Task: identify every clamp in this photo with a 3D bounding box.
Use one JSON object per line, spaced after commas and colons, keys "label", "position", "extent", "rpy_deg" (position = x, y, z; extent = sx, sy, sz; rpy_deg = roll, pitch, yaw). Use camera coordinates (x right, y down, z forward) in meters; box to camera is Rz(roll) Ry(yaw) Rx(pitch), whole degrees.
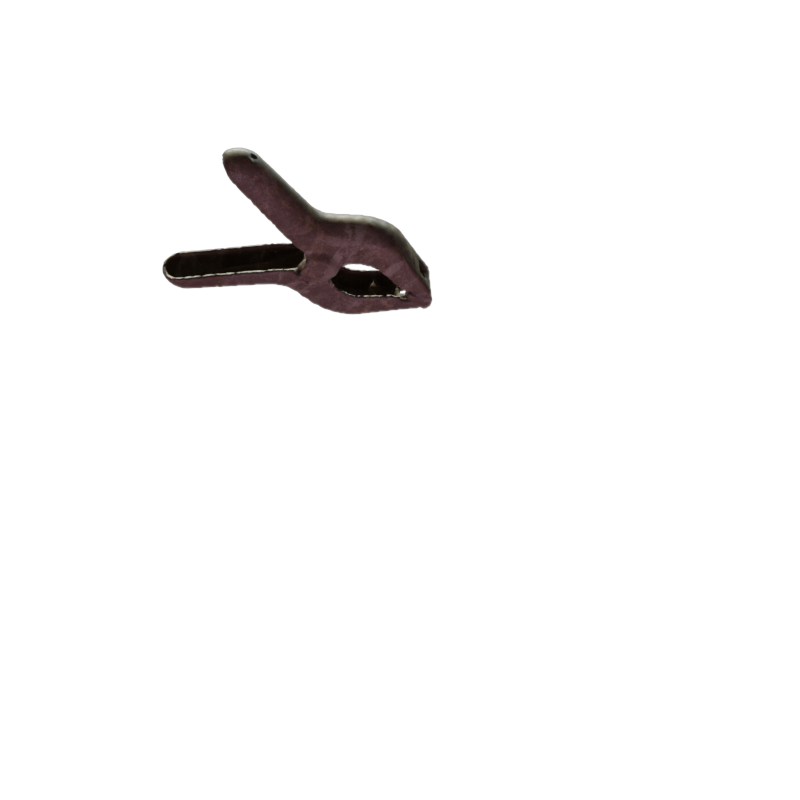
{"label": "clamp", "position": [-0.054, -0.098, 0.689], "extent": [0.168, 0.042, 0.115], "rpy_deg": [9, -32, -14]}
